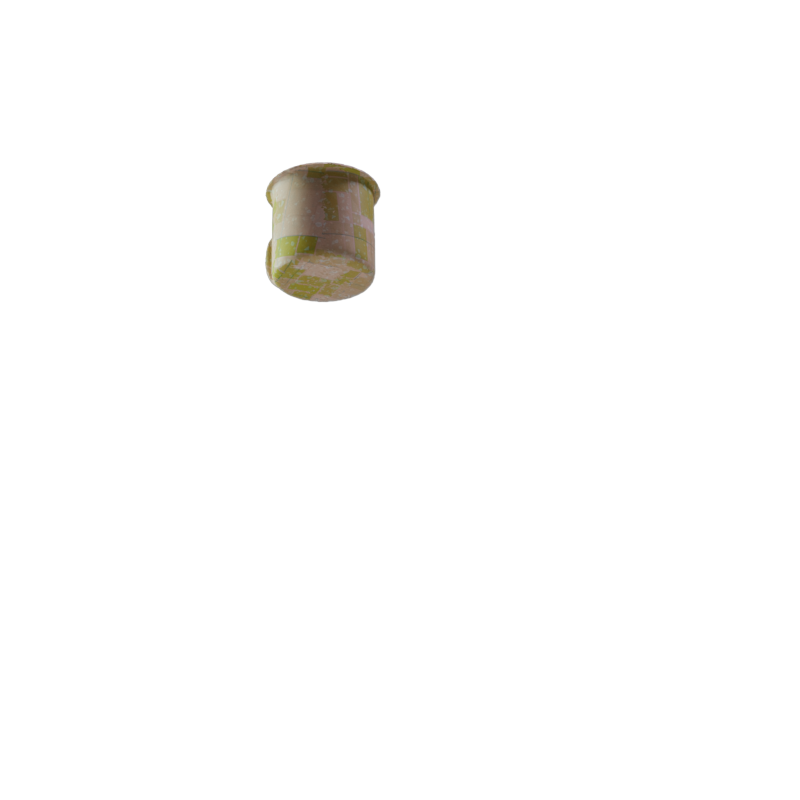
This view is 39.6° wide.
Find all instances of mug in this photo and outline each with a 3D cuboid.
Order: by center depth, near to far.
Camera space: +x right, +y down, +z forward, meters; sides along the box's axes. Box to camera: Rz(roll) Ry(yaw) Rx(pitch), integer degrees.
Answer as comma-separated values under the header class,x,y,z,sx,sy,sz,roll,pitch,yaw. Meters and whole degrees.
class,x,y,z,sx,sy,sz,roll,pitch,yaw
mug,-0.070,-0.127,0.891,0.088,0.086,0.118,22,-33,-40
